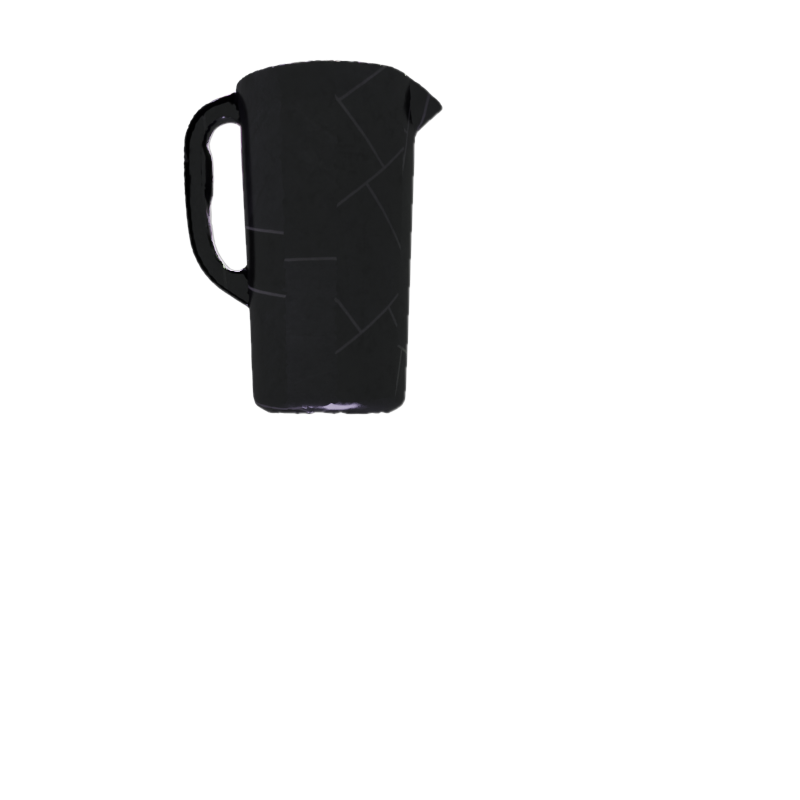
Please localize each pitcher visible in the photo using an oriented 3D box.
[{"bbox_3d":[-0.062,-0.114,0.798,0.139,0.247,0.154,4,-7,-40],"label":"pitcher"}]
